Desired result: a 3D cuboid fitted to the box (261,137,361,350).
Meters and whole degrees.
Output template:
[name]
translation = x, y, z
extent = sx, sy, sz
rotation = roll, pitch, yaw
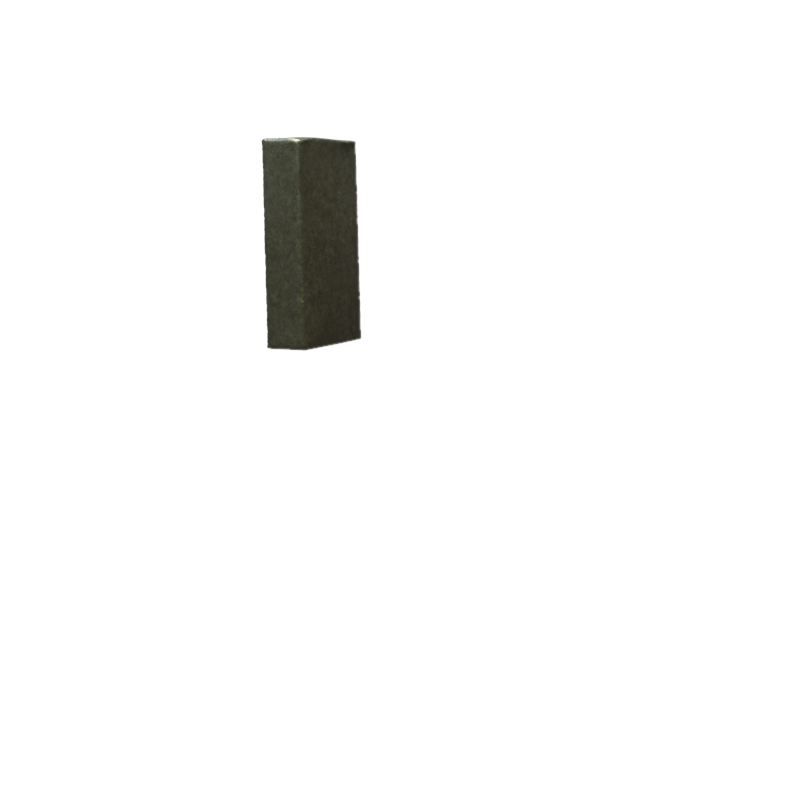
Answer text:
[box]
translation = -0.074, -0.136, 0.950
extent = 0.050, 0.175, 0.091
rotation = 3, 5, 31
